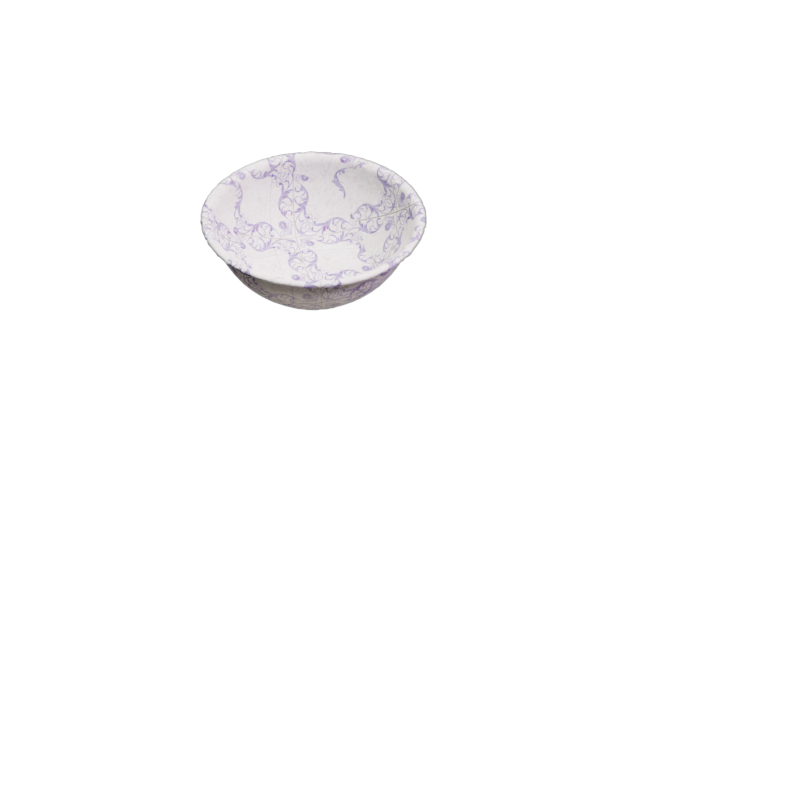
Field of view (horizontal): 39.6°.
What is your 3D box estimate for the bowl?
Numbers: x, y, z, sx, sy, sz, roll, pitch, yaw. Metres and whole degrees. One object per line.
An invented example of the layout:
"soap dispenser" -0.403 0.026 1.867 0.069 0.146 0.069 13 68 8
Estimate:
"bowl" -0.063 -0.116 0.809 0.162 0.051 0.174 -1 42 -1
